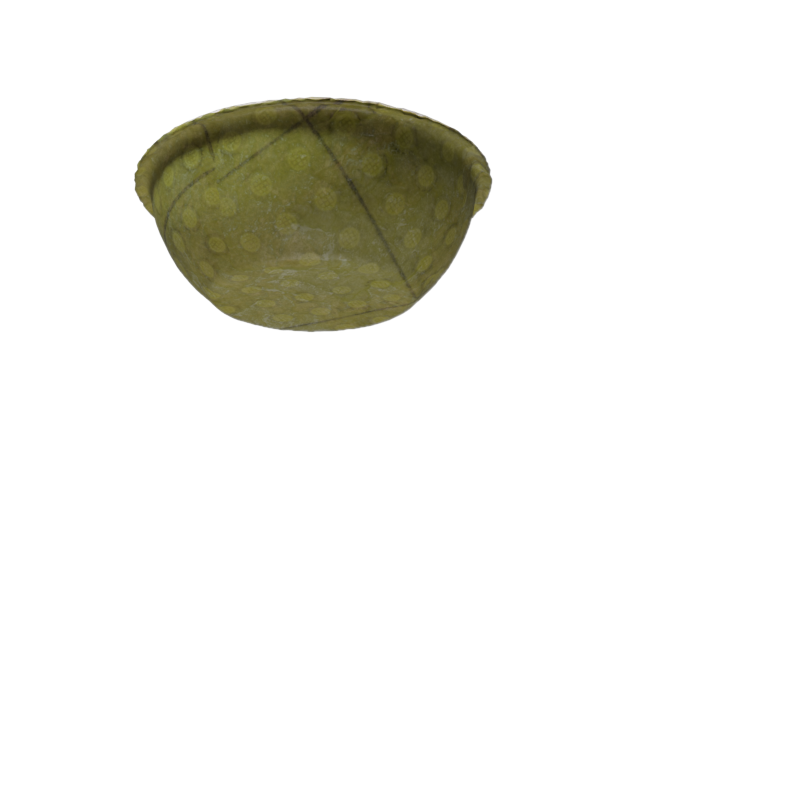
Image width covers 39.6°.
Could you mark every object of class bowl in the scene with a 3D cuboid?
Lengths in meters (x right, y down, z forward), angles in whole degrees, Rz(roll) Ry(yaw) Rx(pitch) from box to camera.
[{"bbox_3d":[-0.039,-0.071,0.495,0.162,0.058,0.155,0,-17,-2],"label":"bowl"}]
